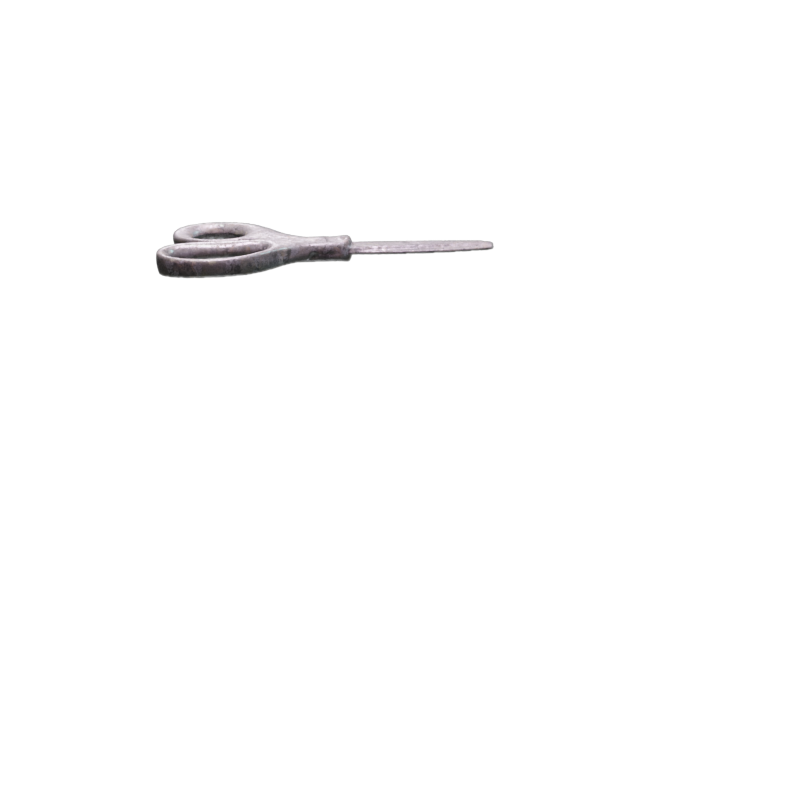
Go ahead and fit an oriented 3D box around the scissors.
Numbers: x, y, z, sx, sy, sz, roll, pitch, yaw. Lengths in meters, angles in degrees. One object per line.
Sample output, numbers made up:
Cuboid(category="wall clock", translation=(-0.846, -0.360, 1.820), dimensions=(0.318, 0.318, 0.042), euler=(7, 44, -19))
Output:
Cuboid(category="scissors", translation=(-0.054, -0.098, 0.687), dimensions=(0.198, 0.015, 0.102), euler=(-8, 24, -19))
